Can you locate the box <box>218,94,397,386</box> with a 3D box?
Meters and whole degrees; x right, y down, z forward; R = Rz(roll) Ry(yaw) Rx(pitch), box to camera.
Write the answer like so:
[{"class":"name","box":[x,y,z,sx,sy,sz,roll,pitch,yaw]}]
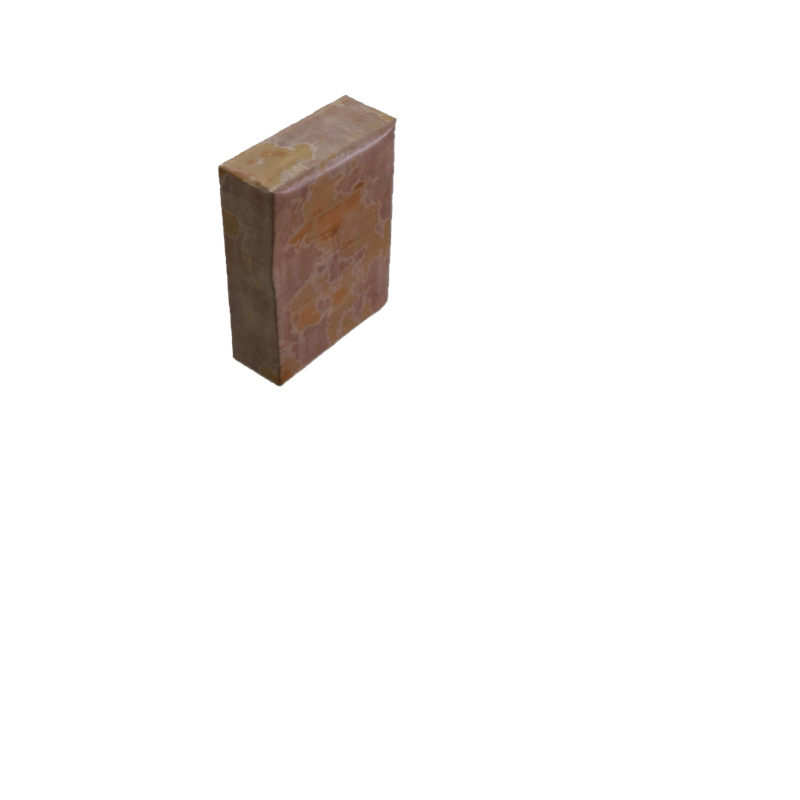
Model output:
[{"class":"box","box":[-0.078,-0.143,1.000,0.076,0.199,0.166,28,47,27]}]
